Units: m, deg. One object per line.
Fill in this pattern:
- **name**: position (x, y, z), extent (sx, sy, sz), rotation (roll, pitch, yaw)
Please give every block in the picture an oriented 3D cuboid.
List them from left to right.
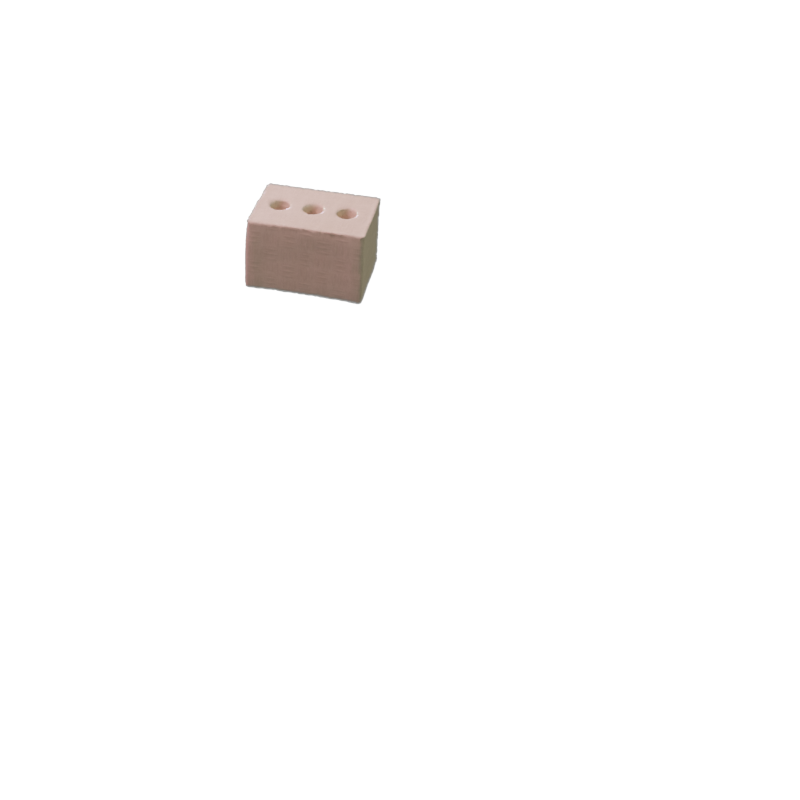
- **block**: position (-0.056, -0.102, 0.713), extent (0.079, 0.048, 0.055), rotation (9, 37, 10)
